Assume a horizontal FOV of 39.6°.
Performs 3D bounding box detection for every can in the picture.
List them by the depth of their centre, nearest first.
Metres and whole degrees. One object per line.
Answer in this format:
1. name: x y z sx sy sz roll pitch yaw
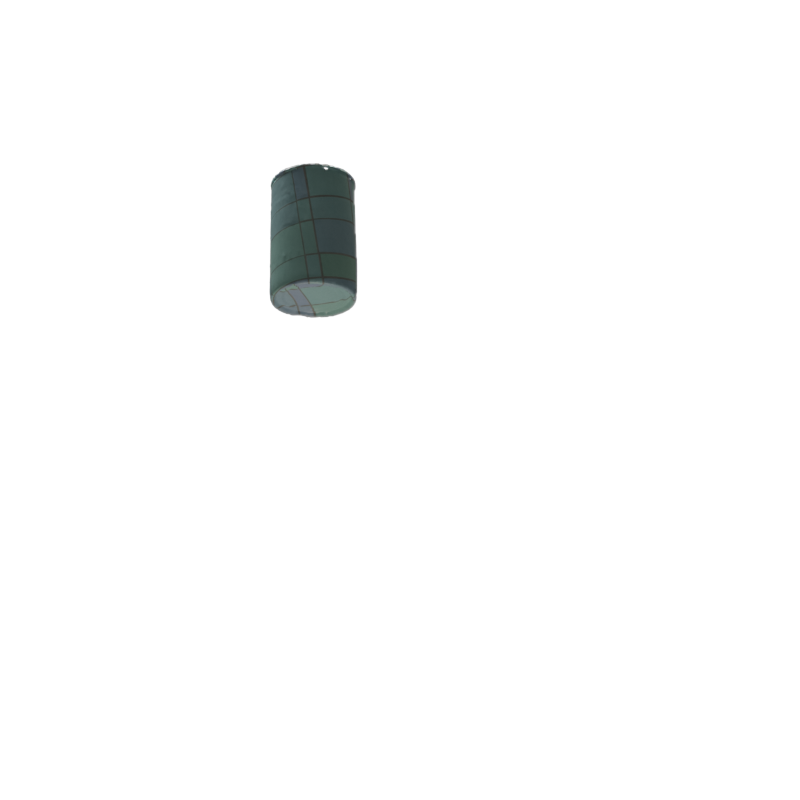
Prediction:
1. can: -0.067 -0.123 0.861 0.068 0.108 0.065 0 -25 -2
